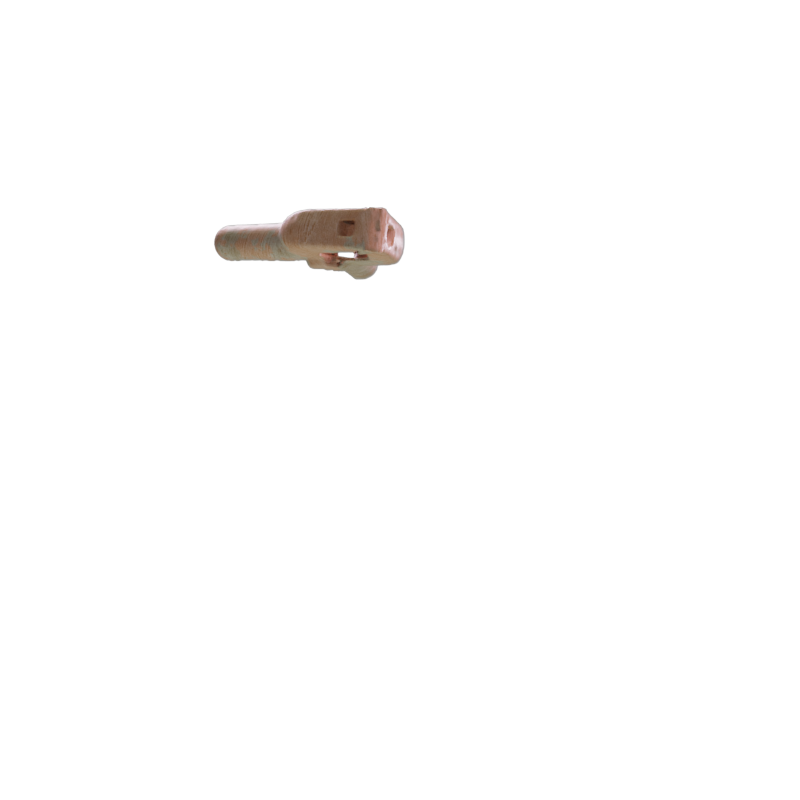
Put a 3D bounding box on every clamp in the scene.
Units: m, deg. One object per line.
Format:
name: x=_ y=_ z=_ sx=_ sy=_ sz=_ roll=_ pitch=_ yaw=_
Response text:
clamp: x=-0.057 y=-0.104 z=0.727 sx=0.118 sy=0.040 sz=0.172 roll=0 pitch=-2 yaw=-13
